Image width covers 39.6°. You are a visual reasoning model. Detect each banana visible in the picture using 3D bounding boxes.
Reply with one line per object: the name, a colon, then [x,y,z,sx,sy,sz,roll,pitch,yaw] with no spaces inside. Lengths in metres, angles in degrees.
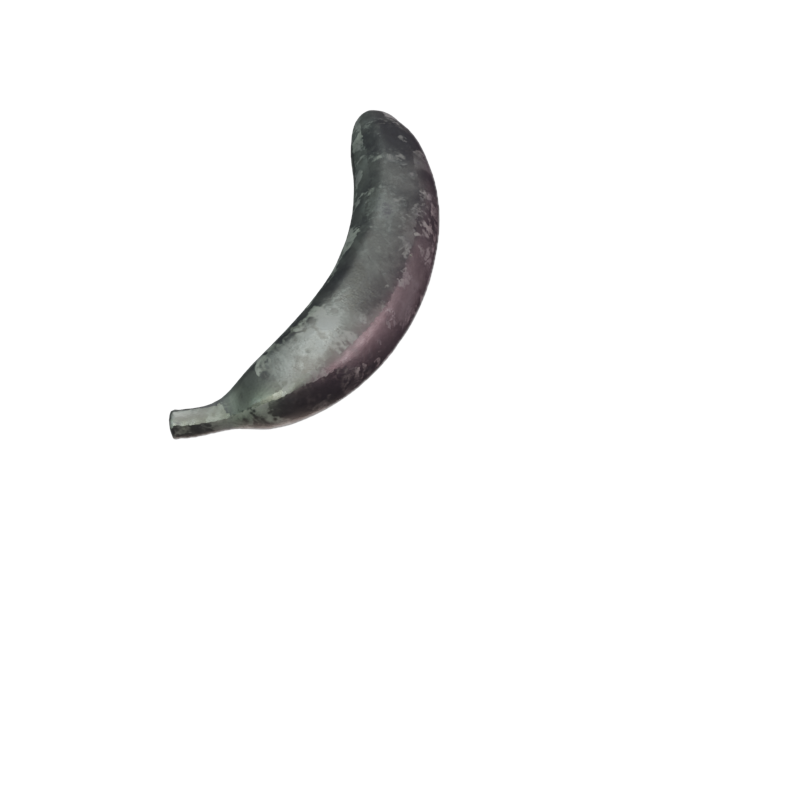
banana: [-0.020,-0.057,0.454,0.072,0.206,0.034,16,-40,13]
